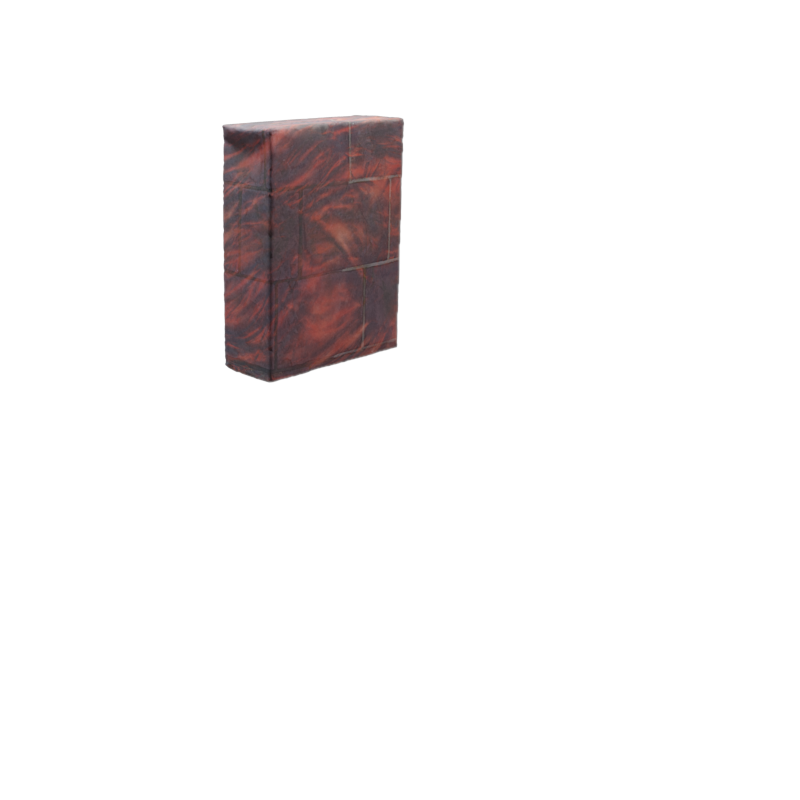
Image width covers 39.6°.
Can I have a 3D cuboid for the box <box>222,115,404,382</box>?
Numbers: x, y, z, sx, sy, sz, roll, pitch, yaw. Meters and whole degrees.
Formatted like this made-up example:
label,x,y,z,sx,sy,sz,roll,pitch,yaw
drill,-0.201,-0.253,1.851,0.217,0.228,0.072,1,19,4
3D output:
label,x,y,z,sx,sy,sz,roll,pitch,yaw
box,-0.076,-0.139,0.973,0.076,0.208,0.160,11,17,42
